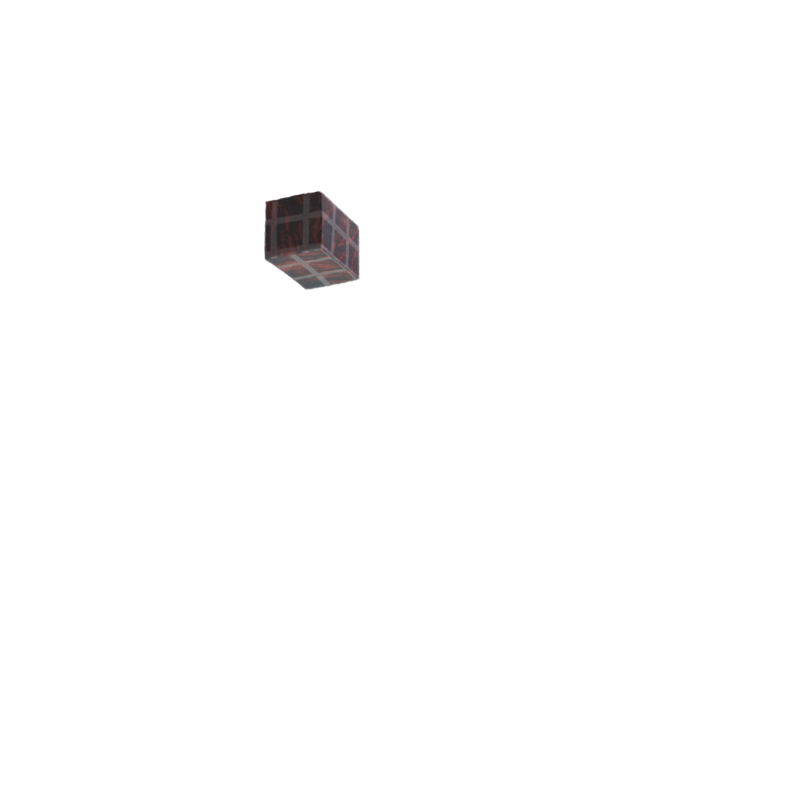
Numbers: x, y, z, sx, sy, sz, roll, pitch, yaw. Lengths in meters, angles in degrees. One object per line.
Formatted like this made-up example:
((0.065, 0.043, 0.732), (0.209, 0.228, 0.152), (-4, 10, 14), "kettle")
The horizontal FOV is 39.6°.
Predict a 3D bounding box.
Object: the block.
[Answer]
((-0.071, -0.130, 0.913), (0.054, 0.054, 0.073), (-9, -20, 21), "block")
